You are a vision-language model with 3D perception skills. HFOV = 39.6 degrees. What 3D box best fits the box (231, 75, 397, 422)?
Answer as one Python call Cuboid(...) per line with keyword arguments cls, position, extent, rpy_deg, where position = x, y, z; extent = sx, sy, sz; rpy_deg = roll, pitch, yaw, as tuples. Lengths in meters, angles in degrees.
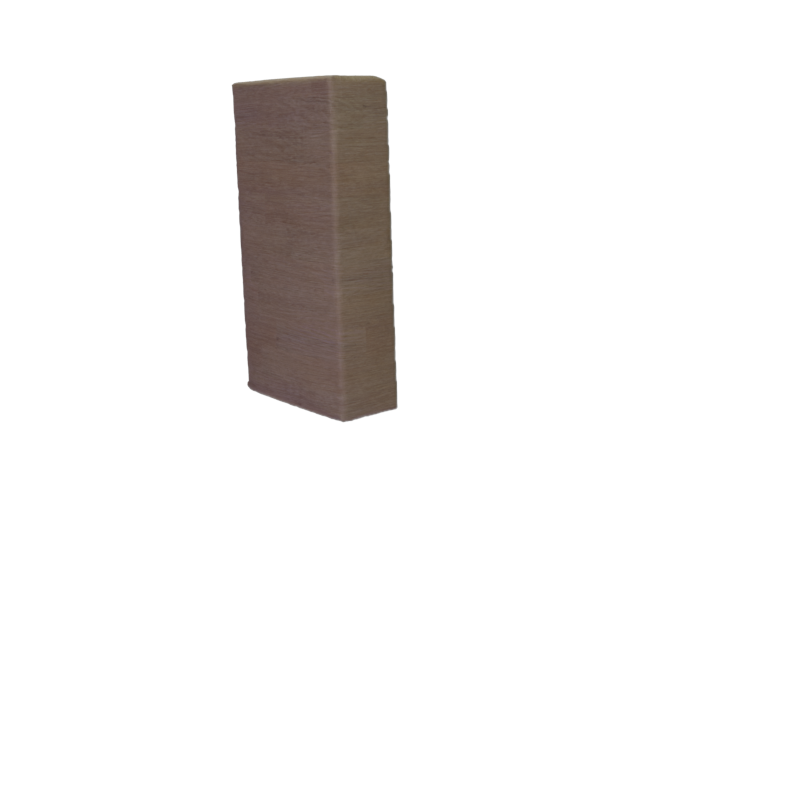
Cuboid(cls="box", position=(-0.047, -0.086, 0.600), extent=(0.046, 0.173, 0.098), rpy_deg=(-5, 10, -39))
